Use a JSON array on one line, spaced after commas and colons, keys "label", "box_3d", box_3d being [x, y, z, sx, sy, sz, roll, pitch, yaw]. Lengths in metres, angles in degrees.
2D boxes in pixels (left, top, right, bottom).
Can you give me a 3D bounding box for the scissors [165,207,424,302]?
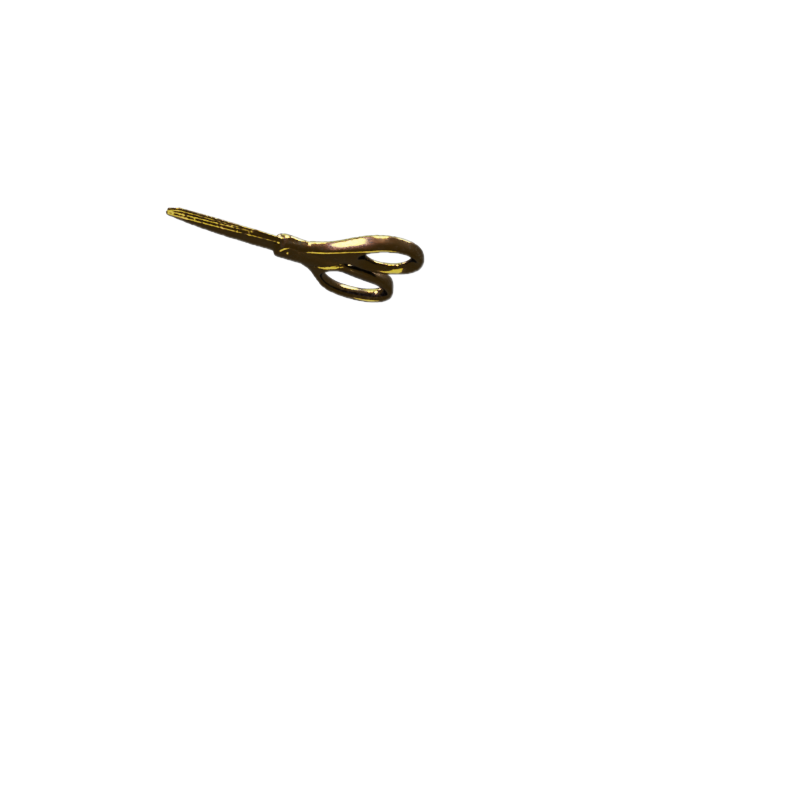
[{"label": "scissors", "box_3d": [-0.063, -0.115, 0.806, 0.097, 0.017, 0.189, -19, -30, 37]}]
